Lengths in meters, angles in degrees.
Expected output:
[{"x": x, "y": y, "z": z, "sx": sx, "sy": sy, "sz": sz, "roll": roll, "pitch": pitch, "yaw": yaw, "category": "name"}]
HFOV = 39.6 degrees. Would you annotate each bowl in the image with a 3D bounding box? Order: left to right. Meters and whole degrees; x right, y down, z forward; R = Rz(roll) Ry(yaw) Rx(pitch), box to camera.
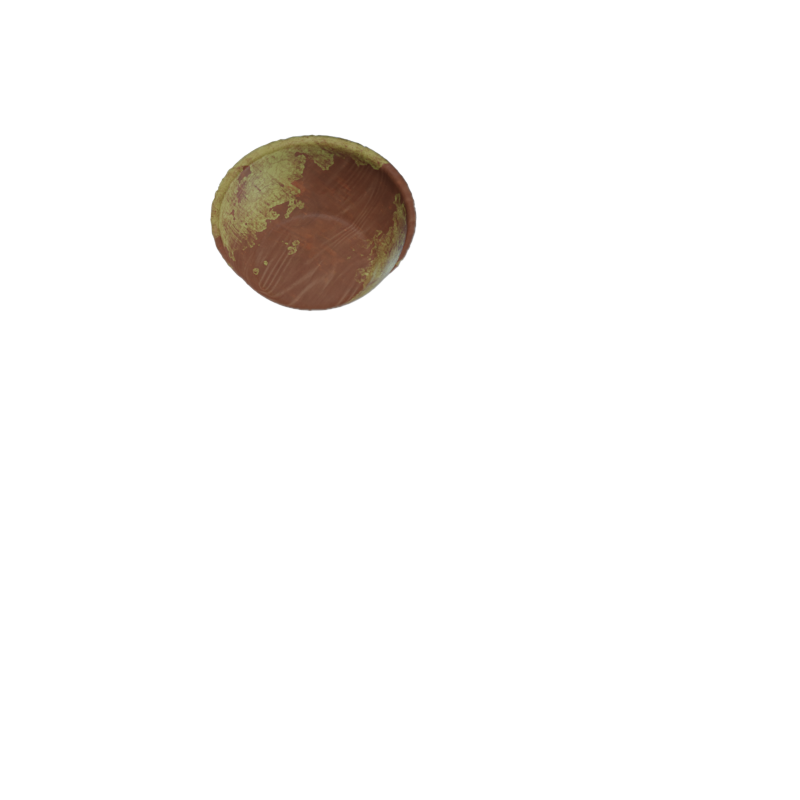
[{"x": -0.067, "y": -0.121, "z": 0.849, "sx": 0.162, "sy": 0.151, "sz": 0.059, "roll": 1, "pitch": 40, "yaw": -1, "category": "bowl"}]
